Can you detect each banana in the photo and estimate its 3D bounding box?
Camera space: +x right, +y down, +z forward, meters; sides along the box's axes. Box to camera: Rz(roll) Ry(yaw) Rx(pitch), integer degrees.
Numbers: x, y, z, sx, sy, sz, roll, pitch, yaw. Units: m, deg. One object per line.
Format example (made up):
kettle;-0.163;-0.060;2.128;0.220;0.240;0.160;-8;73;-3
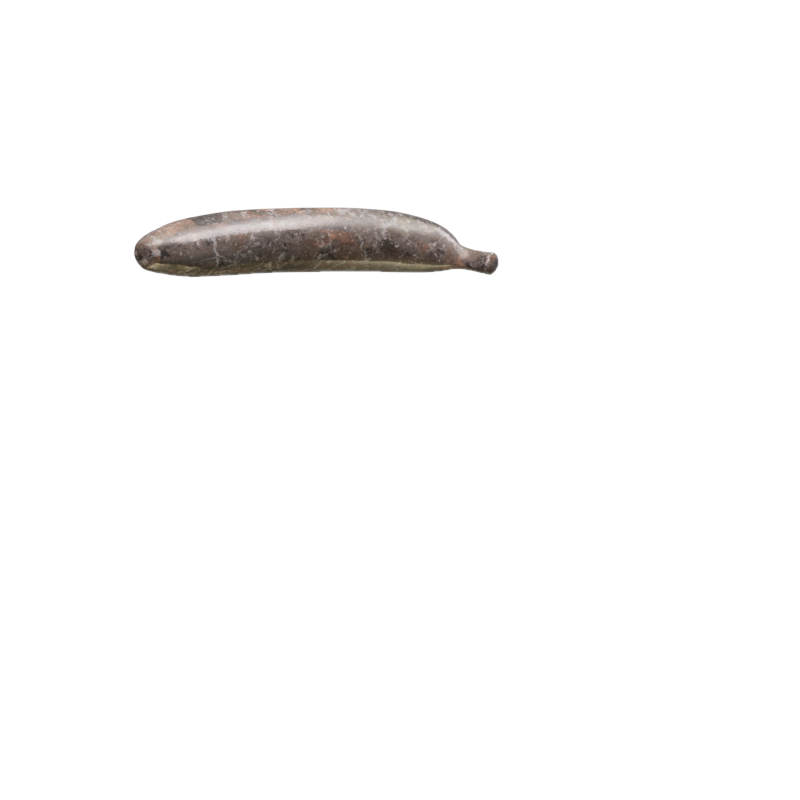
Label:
banana;-0.049;-0.086;0.600;0.193;0.036;0.072;-3;8;-19
